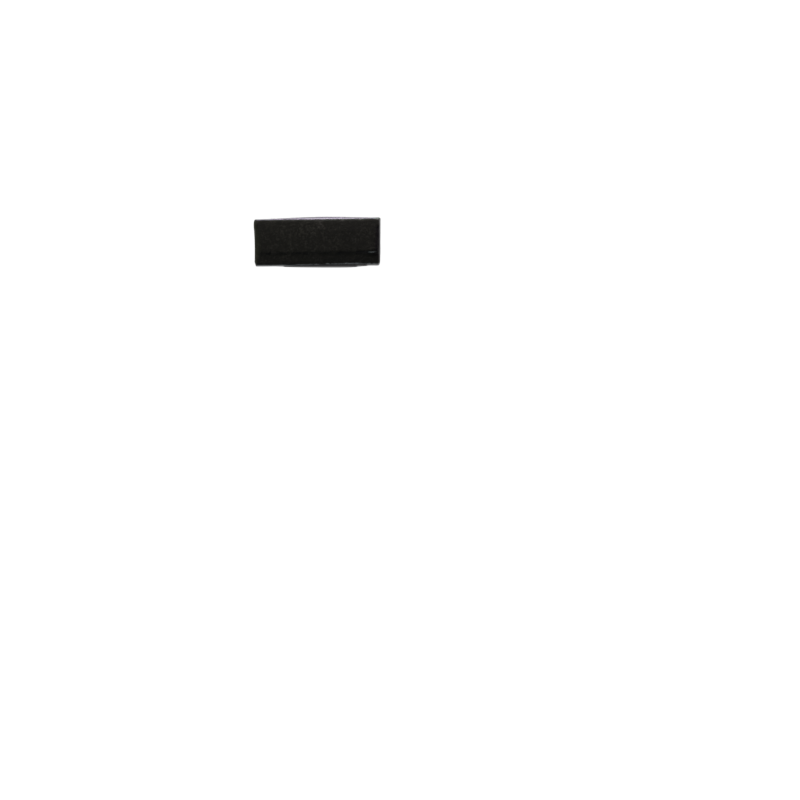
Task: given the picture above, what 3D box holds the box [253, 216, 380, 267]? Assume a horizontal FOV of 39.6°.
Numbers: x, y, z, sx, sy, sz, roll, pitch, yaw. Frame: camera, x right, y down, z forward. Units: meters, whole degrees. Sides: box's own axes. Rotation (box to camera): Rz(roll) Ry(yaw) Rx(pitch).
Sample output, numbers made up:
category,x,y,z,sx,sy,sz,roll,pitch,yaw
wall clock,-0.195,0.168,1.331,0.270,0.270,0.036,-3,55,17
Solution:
category,x,y,z,sx,sy,sz,roll,pitch,yaw
box,-0.065,-0.118,0.829,0.089,0.039,0.115,-1,6,-6
